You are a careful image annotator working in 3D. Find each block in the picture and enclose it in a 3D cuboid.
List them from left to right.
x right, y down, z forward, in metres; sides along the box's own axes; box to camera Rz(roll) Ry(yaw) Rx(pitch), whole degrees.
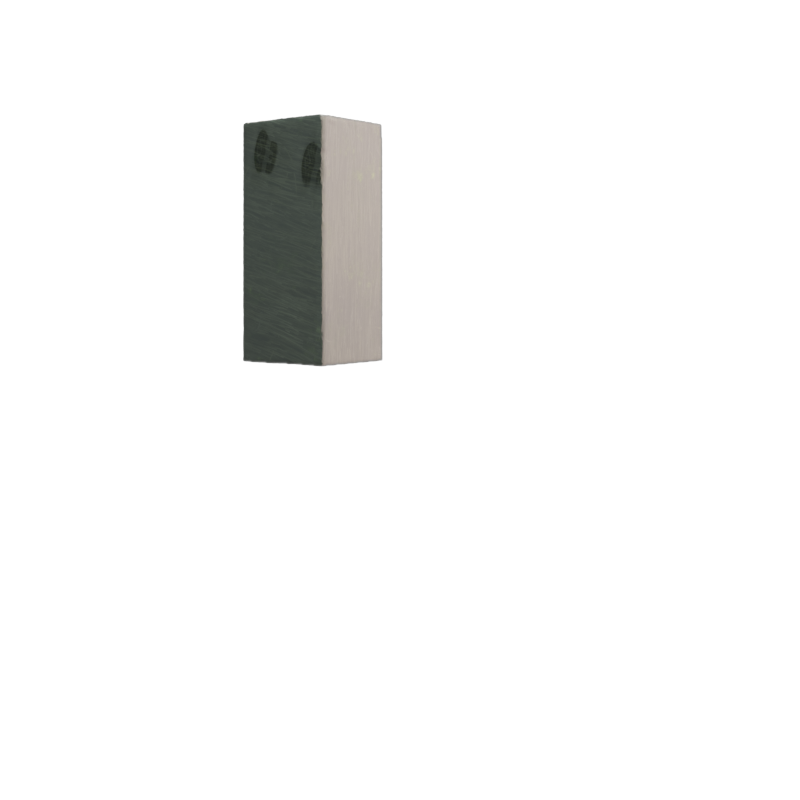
[{"bbox_3d":[-0.075,-0.137,0.961,0.093,0.207,0.087,0,-1,37],"label":"block"}]
